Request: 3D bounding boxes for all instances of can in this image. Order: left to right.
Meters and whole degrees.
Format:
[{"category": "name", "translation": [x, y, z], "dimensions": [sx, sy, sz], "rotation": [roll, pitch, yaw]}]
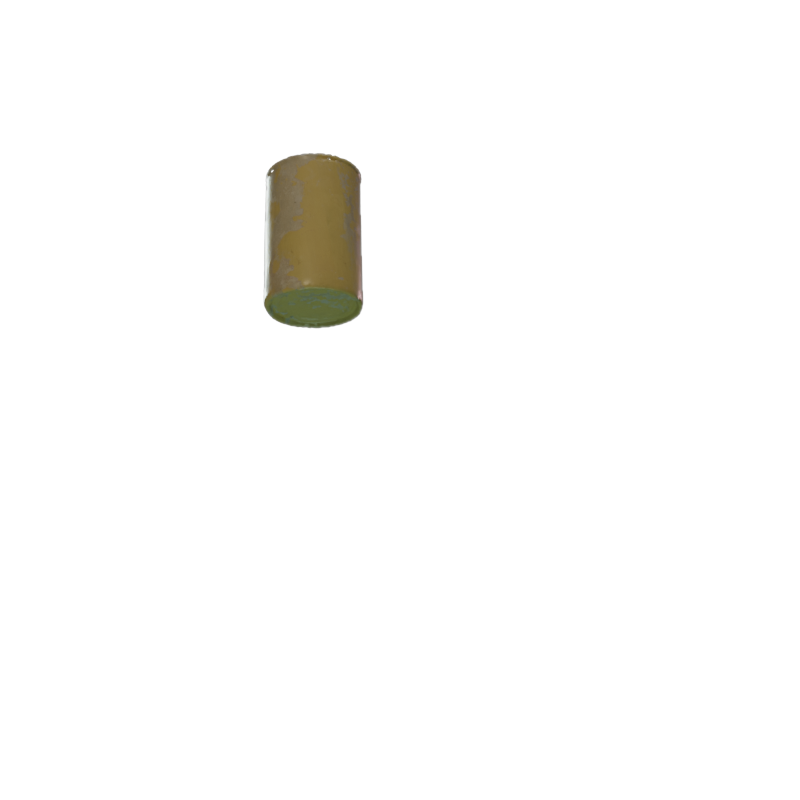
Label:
[{"category": "can", "translation": [-0.060, -0.109, 0.761], "dimensions": [0.068, 0.108, 0.065], "rotation": [0, -25, -2]}]
